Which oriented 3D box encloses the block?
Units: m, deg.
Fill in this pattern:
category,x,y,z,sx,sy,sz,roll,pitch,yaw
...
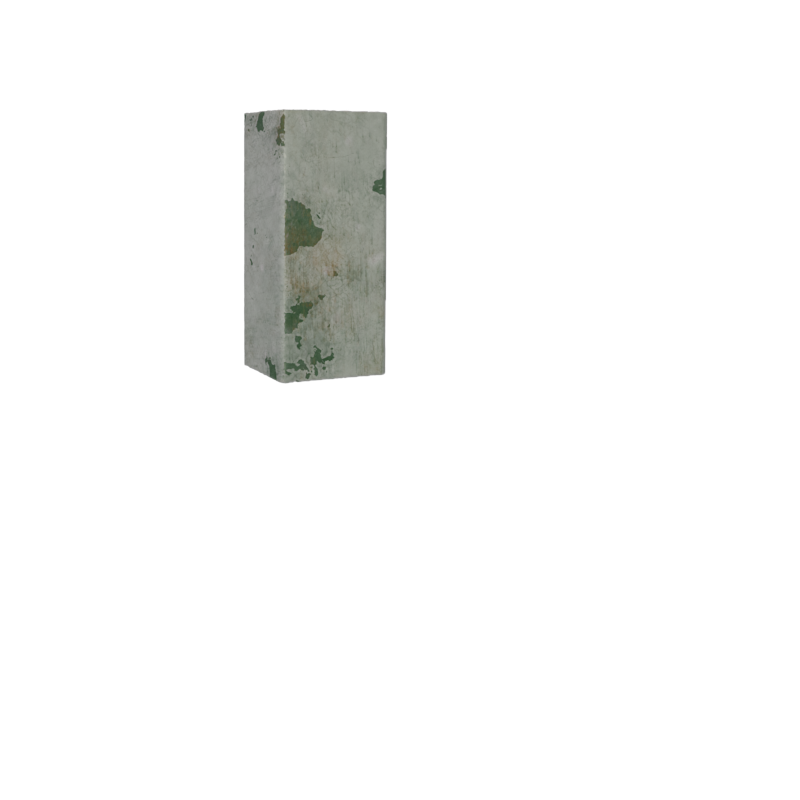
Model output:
category,x,y,z,sx,sy,sz,roll,pitch,yaw
block,-0.069,-0.127,0.886,0.088,0.204,0.094,-2,6,-26
